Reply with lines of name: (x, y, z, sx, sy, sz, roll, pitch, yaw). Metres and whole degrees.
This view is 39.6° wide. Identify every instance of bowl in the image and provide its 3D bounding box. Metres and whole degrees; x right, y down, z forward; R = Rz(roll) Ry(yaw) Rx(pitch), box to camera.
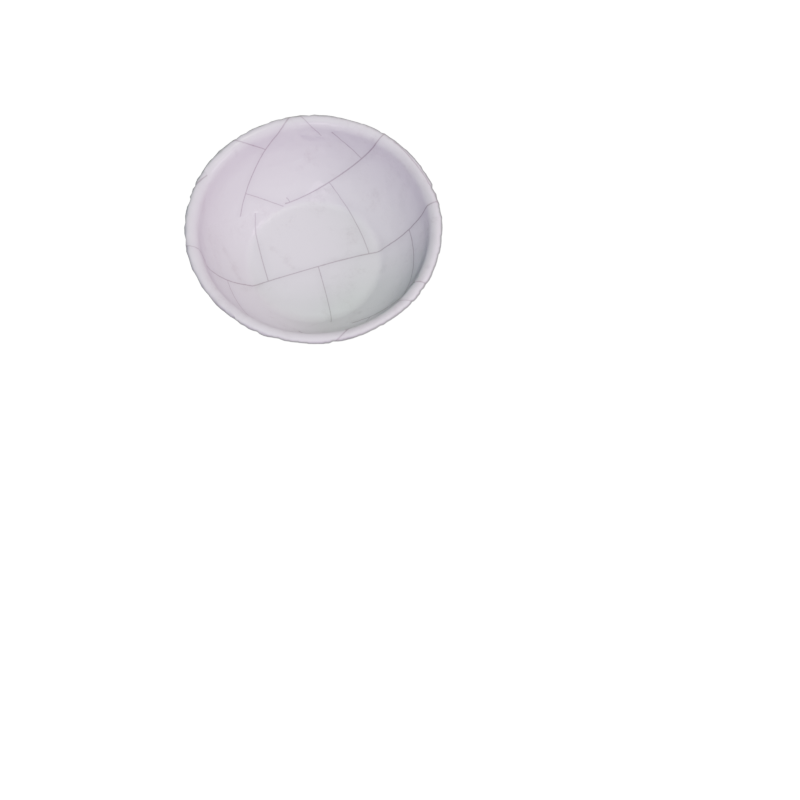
bowl: (-0.056, -0.102, 0.715, 0.162, 0.172, 0.052, -1, -25, -1)
